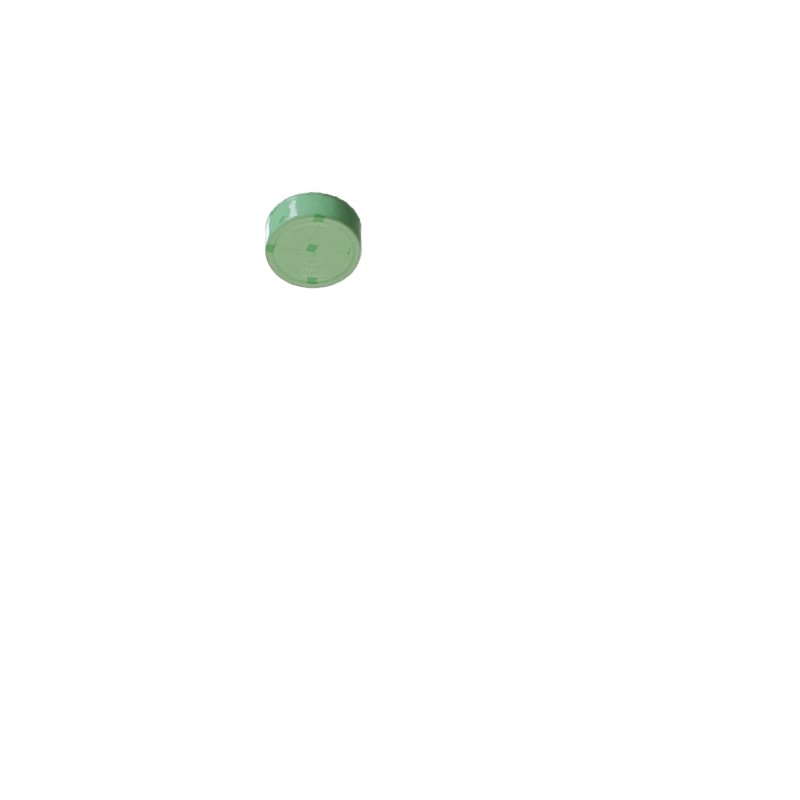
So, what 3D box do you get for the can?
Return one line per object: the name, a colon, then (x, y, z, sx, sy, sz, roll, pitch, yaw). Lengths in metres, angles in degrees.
can: (-0.076, -0.139, 0.973, 0.086, 0.080, 0.036, 1, 44, -1)
